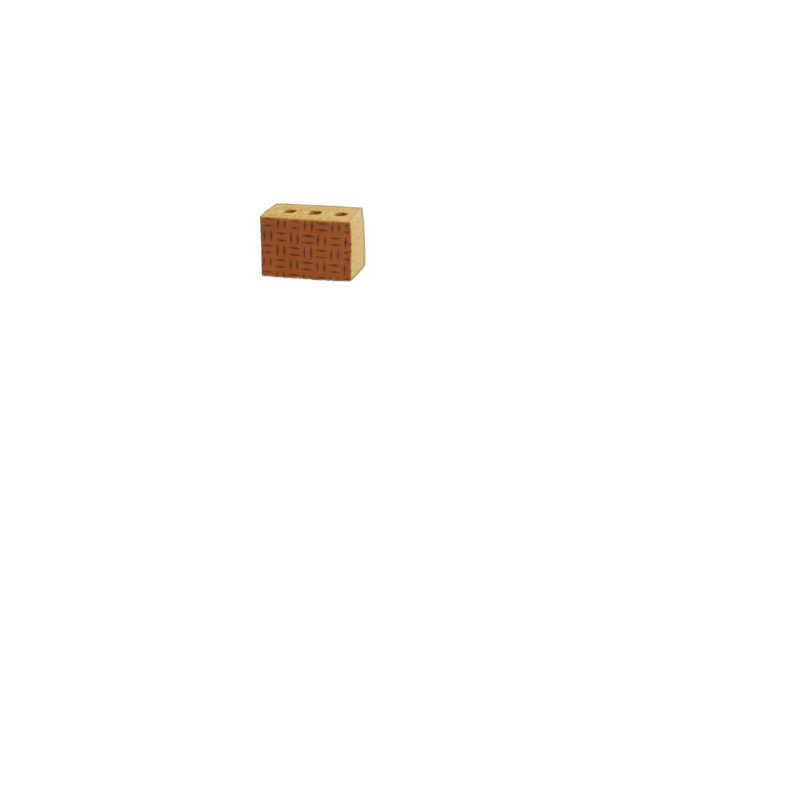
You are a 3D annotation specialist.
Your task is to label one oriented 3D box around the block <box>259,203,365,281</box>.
[{"bbox_3d":[-0.071,-0.130,0.909,0.079,0.049,0.054,4,18,11],"label":"block"}]
